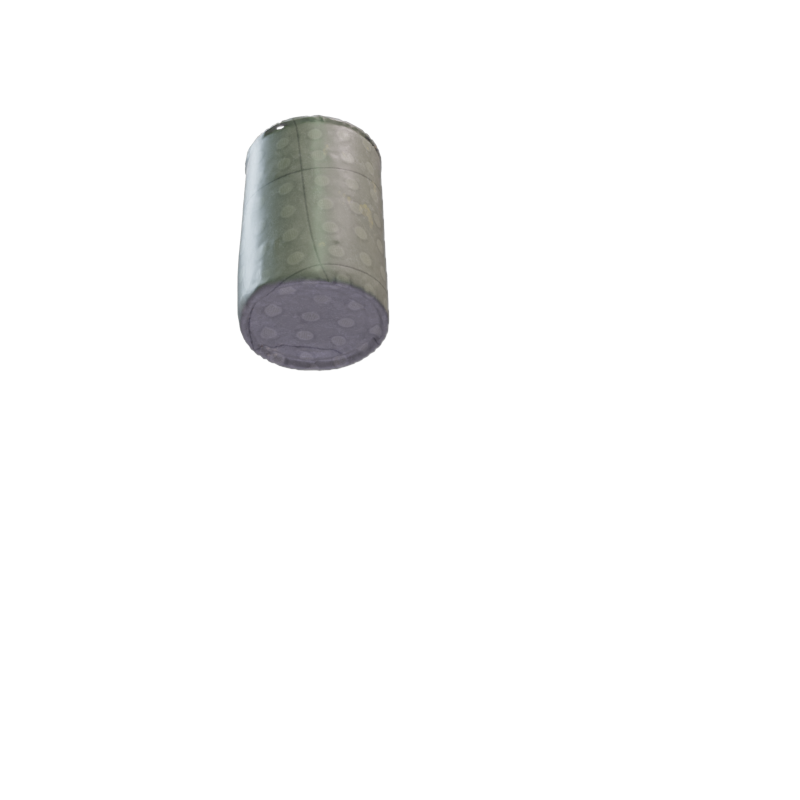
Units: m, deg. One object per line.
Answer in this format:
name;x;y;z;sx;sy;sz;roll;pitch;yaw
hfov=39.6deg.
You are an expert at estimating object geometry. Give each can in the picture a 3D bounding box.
can;-0.040;-0.074;0.516;0.068;0.110;0.064;-1;-38;-3
